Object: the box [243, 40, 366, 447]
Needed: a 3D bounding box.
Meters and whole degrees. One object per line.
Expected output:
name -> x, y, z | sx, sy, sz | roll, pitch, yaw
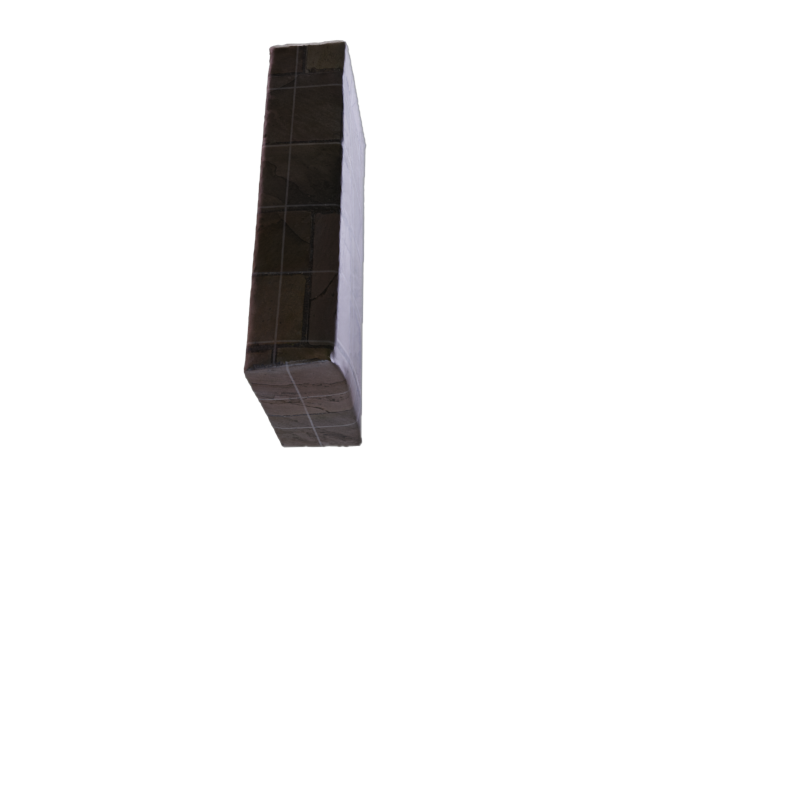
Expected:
box -> -0.042, -0.076, 0.536 | 0.048, 0.188, 0.087 | -5, -29, 4
